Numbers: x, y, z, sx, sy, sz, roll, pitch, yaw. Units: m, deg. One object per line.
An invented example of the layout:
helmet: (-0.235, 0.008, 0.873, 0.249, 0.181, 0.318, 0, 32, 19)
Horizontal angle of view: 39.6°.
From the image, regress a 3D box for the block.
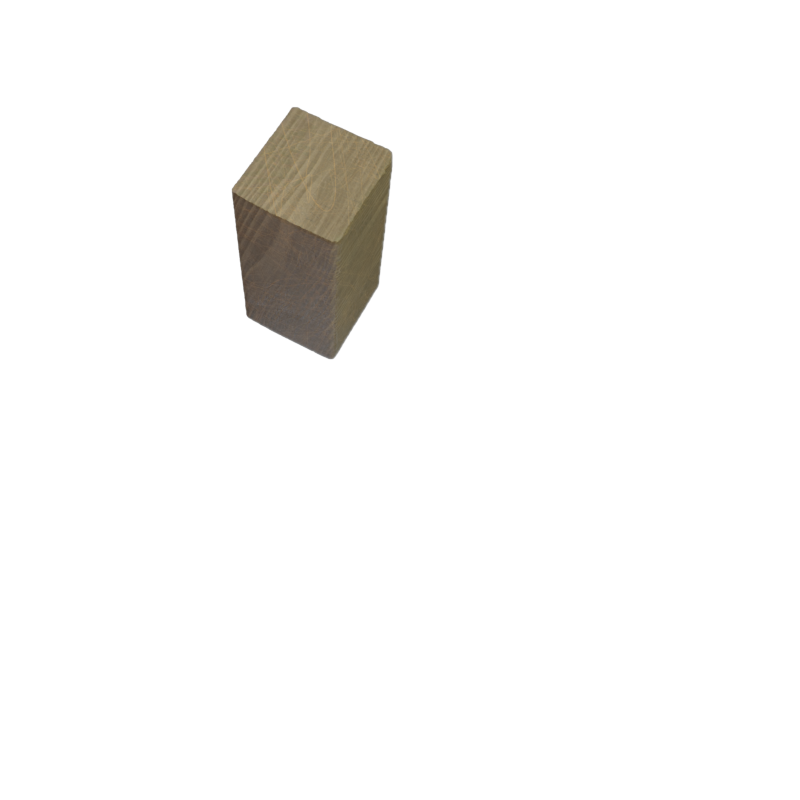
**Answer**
block: (-0.069, -0.126, 0.889, 0.093, 0.093, 0.195, 28, -23, 9)
